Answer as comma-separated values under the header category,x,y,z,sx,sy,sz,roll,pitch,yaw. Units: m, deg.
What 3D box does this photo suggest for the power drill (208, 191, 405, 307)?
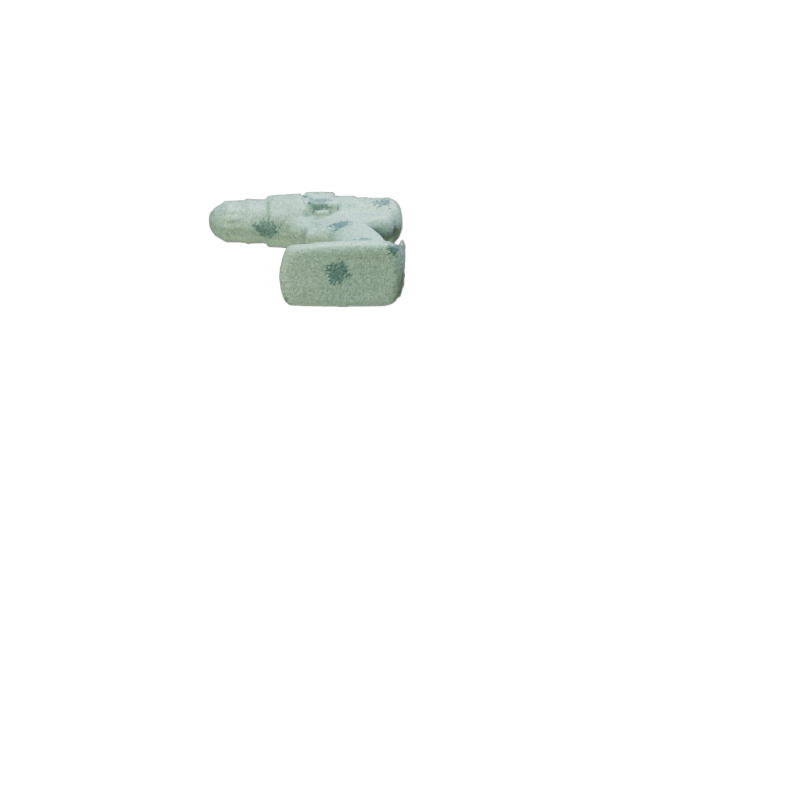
category,x,y,z,sx,sy,sz,roll,pitch,yaw
power drill,-0.078,-0.142,0.994,0.183,0.055,0.199,-3,26,-7
